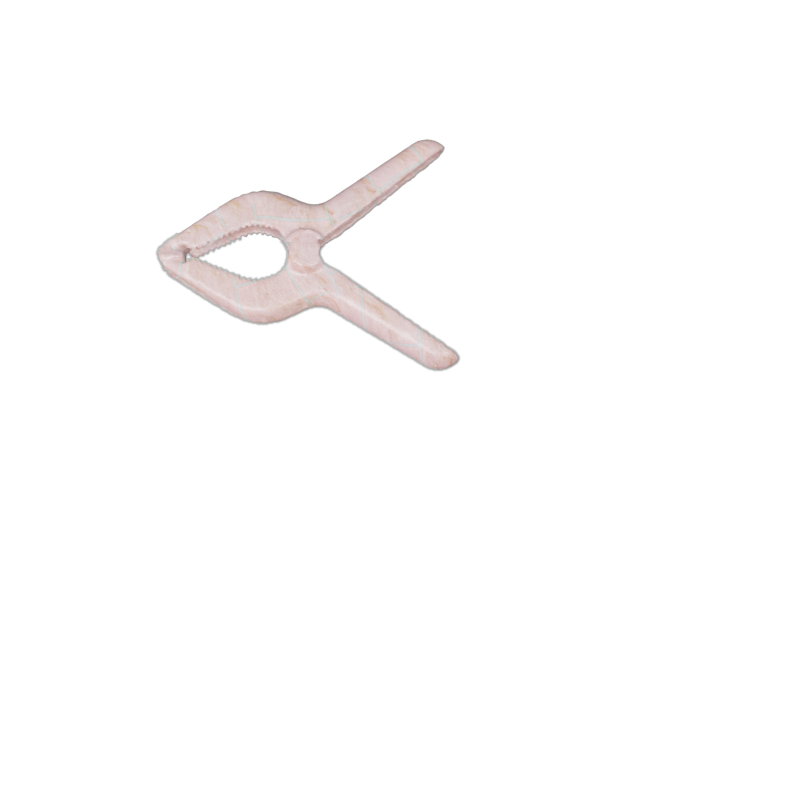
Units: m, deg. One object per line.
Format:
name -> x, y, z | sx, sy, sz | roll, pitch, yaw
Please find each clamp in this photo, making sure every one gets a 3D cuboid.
clamp -> -0.060, -0.110, 0.770 | 0.210, 0.171, 0.035 | 4, -18, 1
